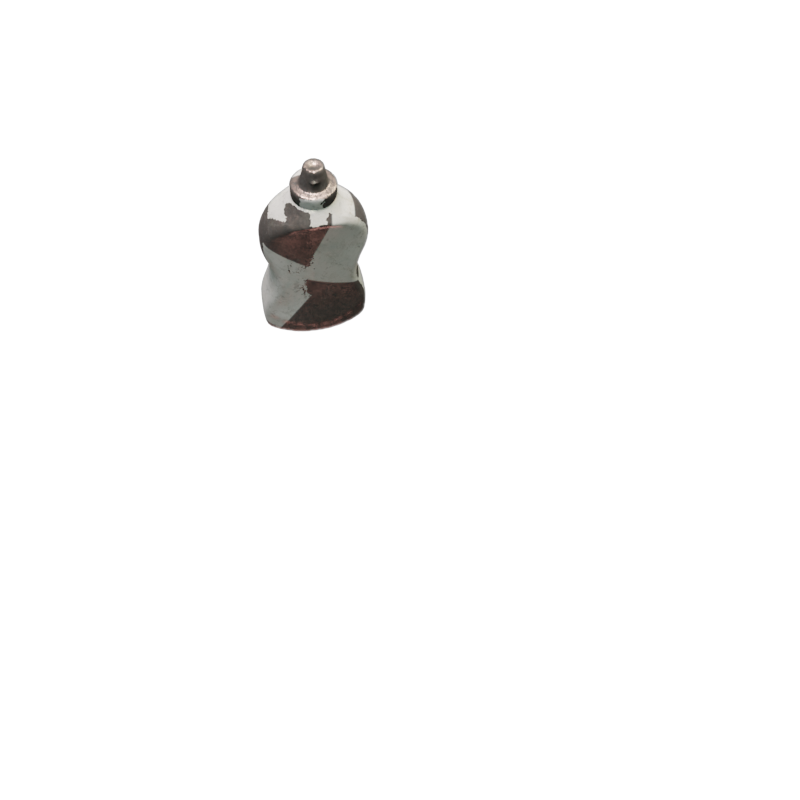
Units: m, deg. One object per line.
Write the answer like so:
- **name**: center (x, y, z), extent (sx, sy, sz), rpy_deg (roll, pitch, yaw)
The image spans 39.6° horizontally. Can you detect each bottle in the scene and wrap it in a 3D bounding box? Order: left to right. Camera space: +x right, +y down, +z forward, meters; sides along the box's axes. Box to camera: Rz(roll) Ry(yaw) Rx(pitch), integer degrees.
- **bottle**: center (-0.077, -0.140, 0.986), extent (0.095, 0.063, 0.179), rpy_deg (-6, -37, -8)
